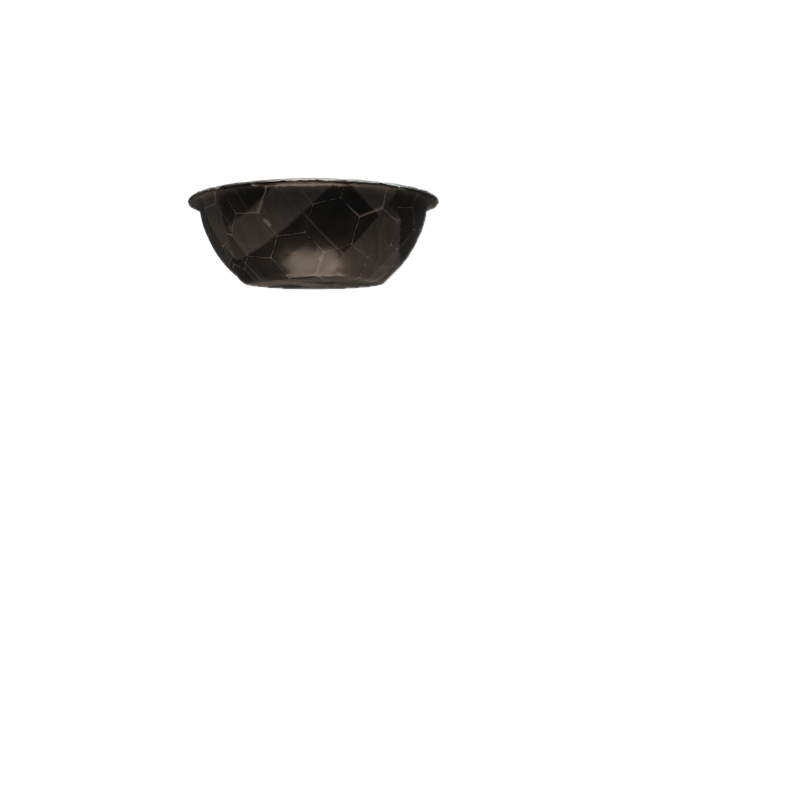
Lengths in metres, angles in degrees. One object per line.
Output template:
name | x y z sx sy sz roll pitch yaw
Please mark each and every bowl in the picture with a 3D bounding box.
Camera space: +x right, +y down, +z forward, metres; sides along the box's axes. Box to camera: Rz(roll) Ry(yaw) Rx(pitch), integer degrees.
bowl | -0.056 -0.102 0.714 0.162 0.055 0.161 0 0 -2
